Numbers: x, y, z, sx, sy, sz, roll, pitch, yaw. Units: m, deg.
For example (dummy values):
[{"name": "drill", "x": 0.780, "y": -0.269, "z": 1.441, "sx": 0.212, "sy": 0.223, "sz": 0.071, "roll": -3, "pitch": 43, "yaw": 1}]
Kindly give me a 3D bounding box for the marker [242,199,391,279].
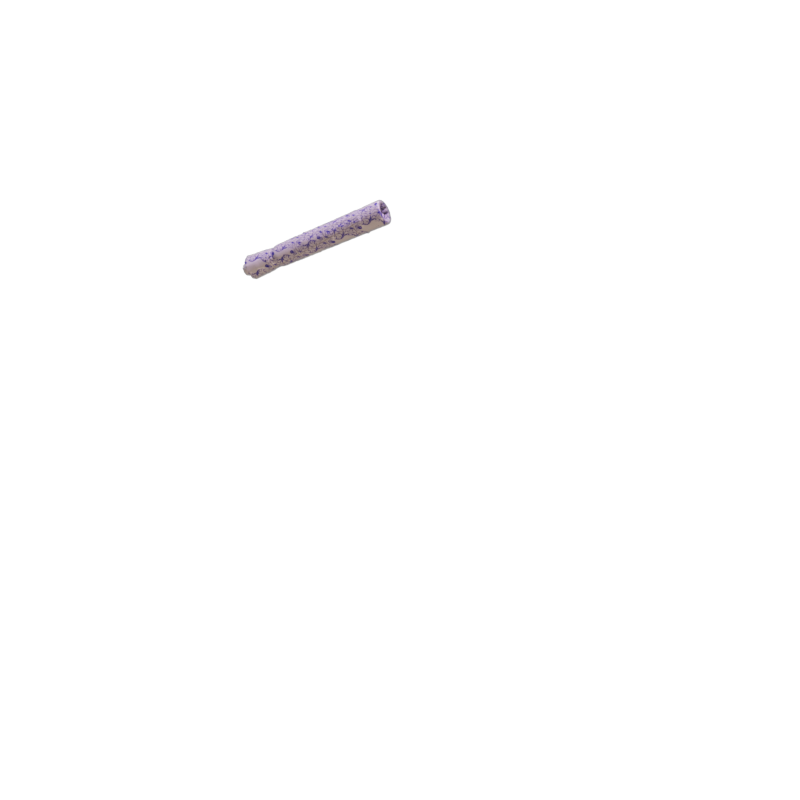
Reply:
[{"name": "marker", "x": -0.063, "y": -0.115, "z": 0.806, "sx": 0.122, "sy": 0.020, "sz": 0.019, "roll": -19, "pitch": -4, "yaw": 25}]
